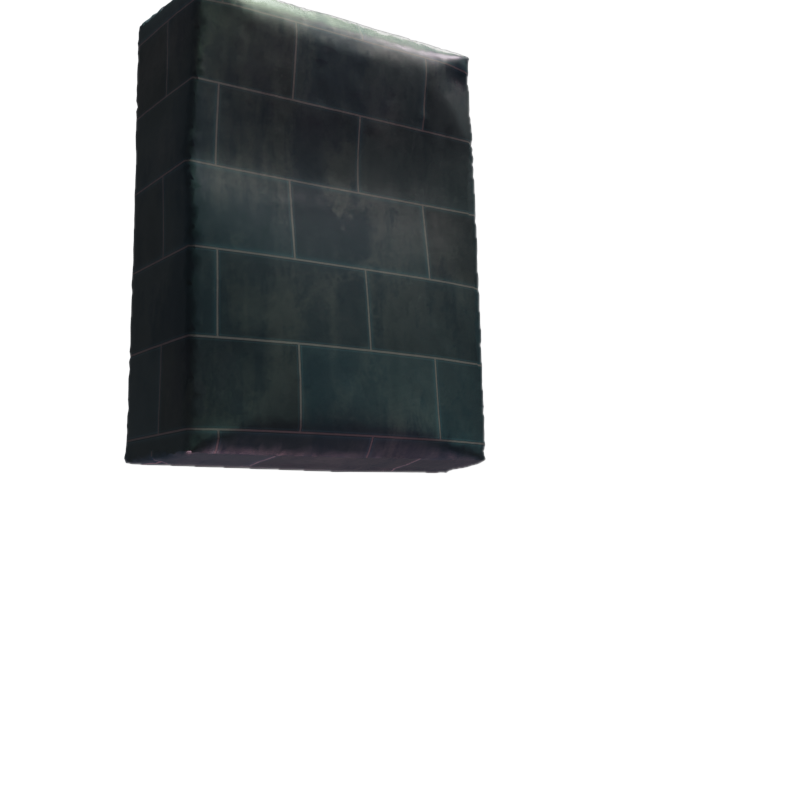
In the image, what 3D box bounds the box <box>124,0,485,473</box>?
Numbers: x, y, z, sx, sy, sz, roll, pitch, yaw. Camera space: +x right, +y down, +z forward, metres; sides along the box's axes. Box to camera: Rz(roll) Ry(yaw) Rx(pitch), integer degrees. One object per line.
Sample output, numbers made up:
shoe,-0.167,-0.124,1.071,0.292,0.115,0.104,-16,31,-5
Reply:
box,-0.042,-0.076,0.531,0.157,0.221,0.073,7,-16,-34
